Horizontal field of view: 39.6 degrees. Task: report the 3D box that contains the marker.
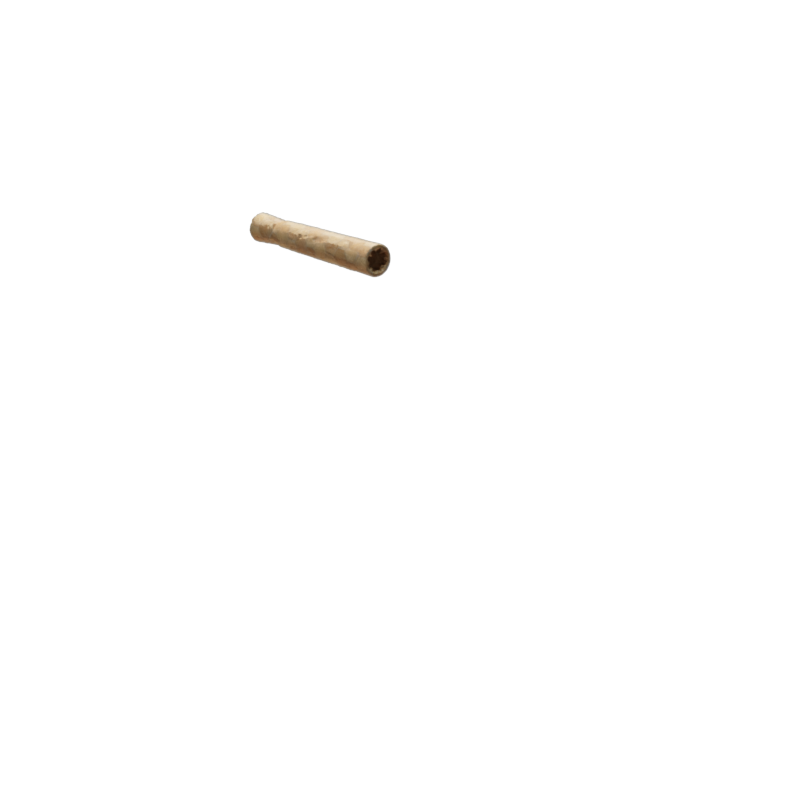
[{"bbox_3d":[-0.051,-0.093,0.651,0.019,0.019,0.128,-3,17,-38],"label":"marker"}]
